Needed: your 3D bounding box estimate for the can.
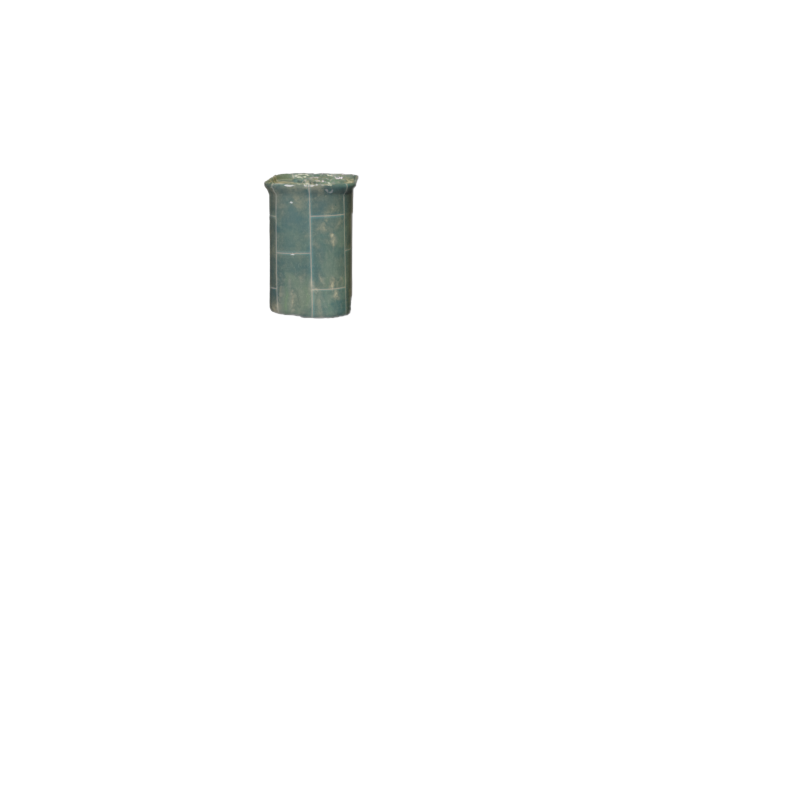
[{"bbox_3d":[-0.057,-0.103,0.724,0.058,0.082,0.104,0,12,0],"label":"can"}]
